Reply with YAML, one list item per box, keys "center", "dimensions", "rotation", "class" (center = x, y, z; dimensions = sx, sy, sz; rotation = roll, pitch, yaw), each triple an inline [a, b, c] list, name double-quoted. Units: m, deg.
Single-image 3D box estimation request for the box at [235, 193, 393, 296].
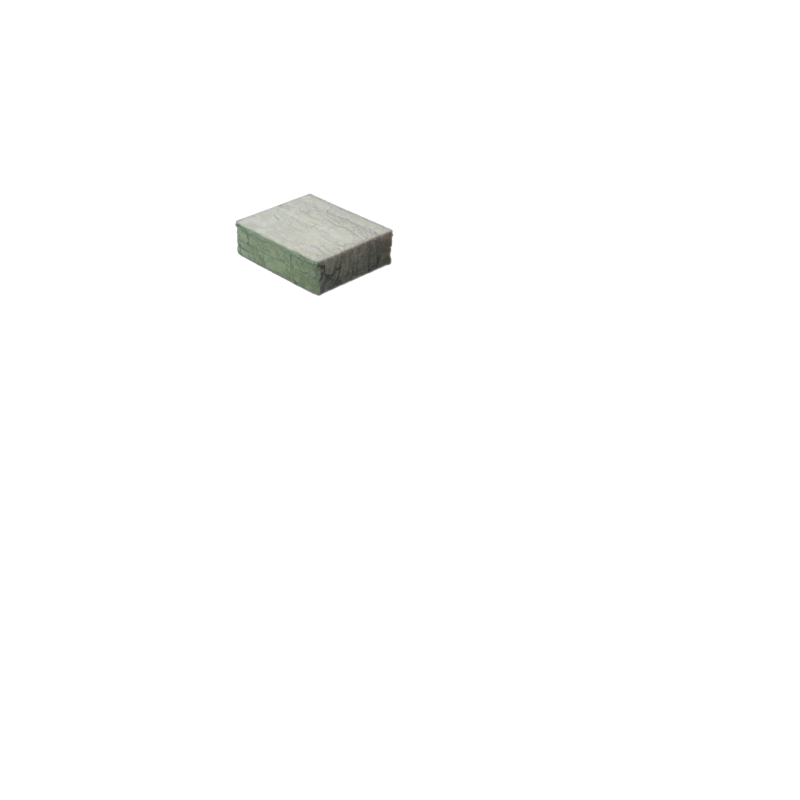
- center: [-0.077, -0.140, 0.979]
  dimensions: [0.089, 0.036, 0.121]
  rotation: [-28, 43, -35]
  class: "box"
